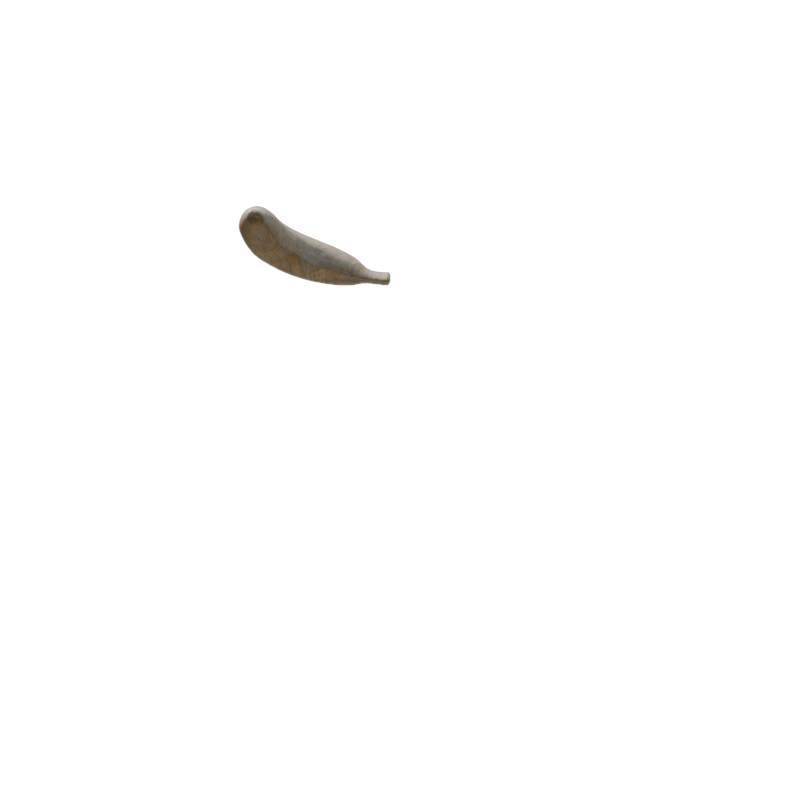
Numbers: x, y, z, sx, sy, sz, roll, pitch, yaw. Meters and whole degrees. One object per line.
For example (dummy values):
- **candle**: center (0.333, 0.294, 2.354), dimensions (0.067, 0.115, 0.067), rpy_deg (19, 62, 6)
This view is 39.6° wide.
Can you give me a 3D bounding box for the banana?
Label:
- **banana**: center (-0.089, -0.135, 0.976), dimensions (0.071, 0.038, 0.186), rpy_deg (-9, -15, 34)
